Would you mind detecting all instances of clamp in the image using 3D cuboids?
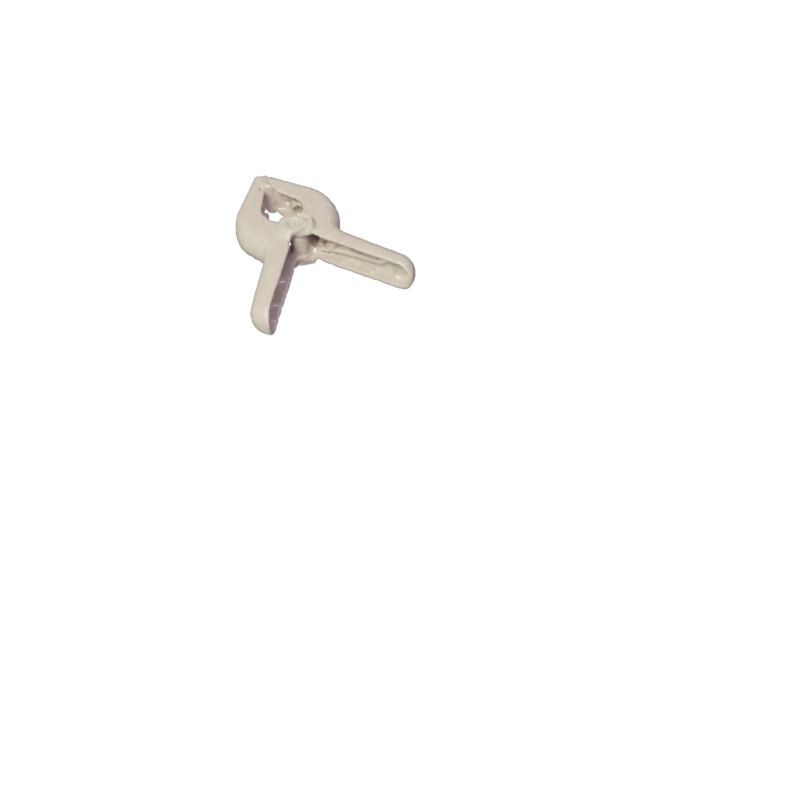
[{"bbox_3d":[-0.064,-0.117,0.821,0.119,0.037,0.186,-10,43,-11],"label":"clamp"}]
